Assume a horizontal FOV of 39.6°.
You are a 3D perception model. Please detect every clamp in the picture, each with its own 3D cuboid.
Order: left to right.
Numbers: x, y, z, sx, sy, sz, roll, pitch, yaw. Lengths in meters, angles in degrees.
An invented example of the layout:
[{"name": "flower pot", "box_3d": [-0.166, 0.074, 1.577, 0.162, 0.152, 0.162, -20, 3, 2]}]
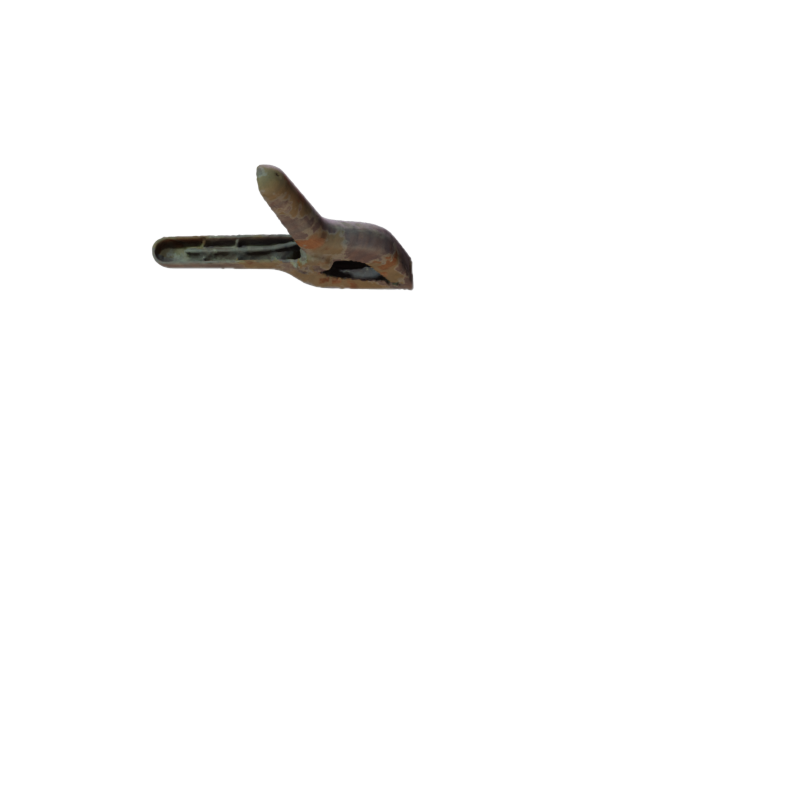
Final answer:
[{"name": "clamp", "box_3d": [-0.068, -0.123, 0.864, 0.201, 0.038, 0.164, 10, -20, -29]}]
